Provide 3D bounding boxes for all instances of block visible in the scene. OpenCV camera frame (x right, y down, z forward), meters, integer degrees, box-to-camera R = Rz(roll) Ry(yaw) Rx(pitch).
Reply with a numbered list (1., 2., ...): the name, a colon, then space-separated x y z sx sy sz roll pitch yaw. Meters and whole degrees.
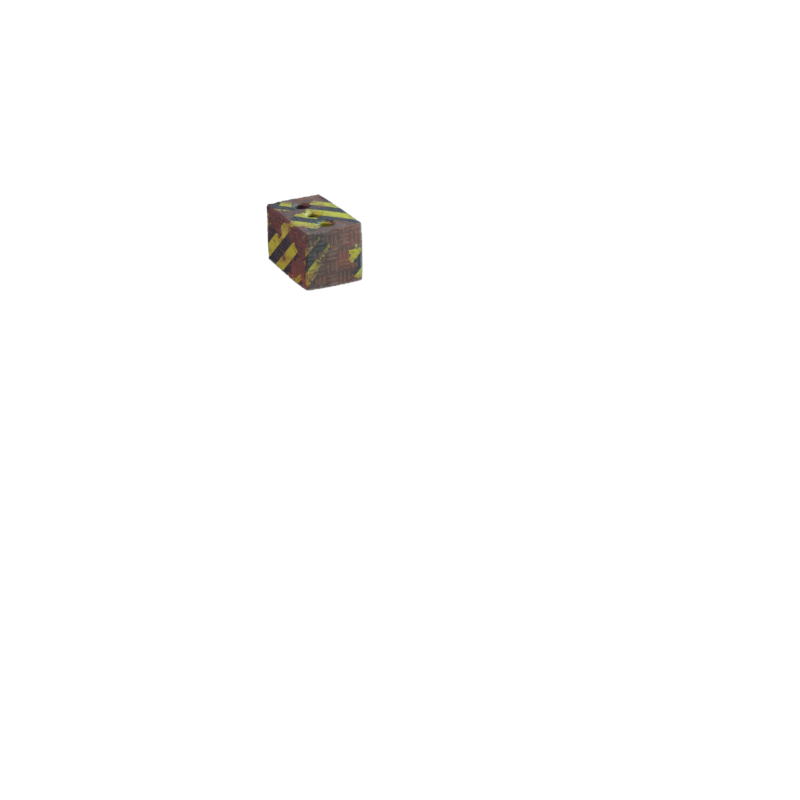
1. block: -0.072 -0.132 0.925 0.052 0.048 0.084 -14 31 -27
